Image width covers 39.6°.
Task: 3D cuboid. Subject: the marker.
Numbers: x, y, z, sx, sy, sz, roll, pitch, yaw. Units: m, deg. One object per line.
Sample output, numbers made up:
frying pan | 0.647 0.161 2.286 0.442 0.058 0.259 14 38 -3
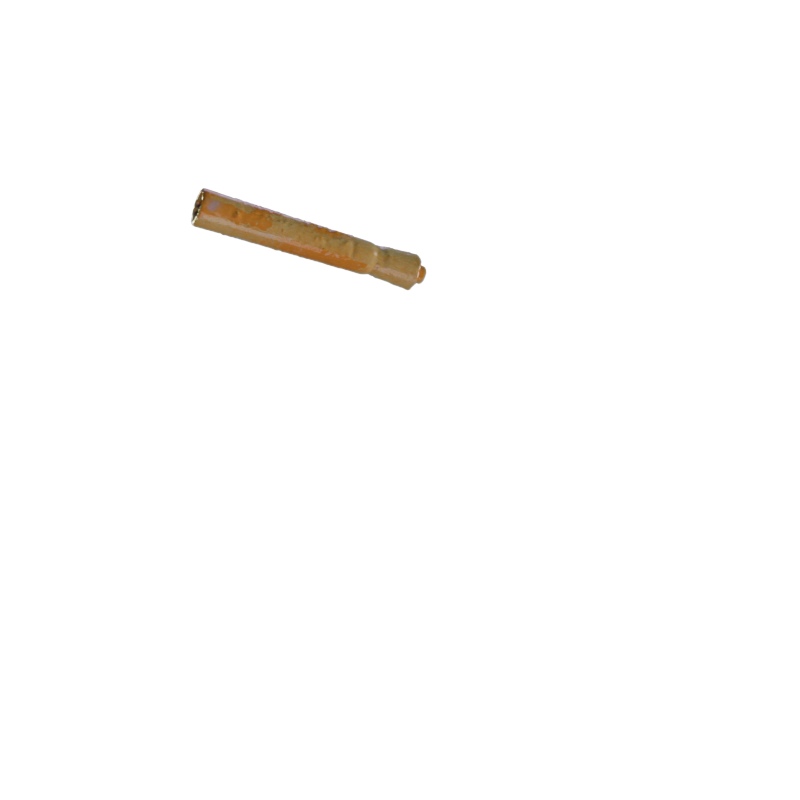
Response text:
marker | -0.043 -0.078 0.545 0.117 0.020 0.020 15 -1 -17
